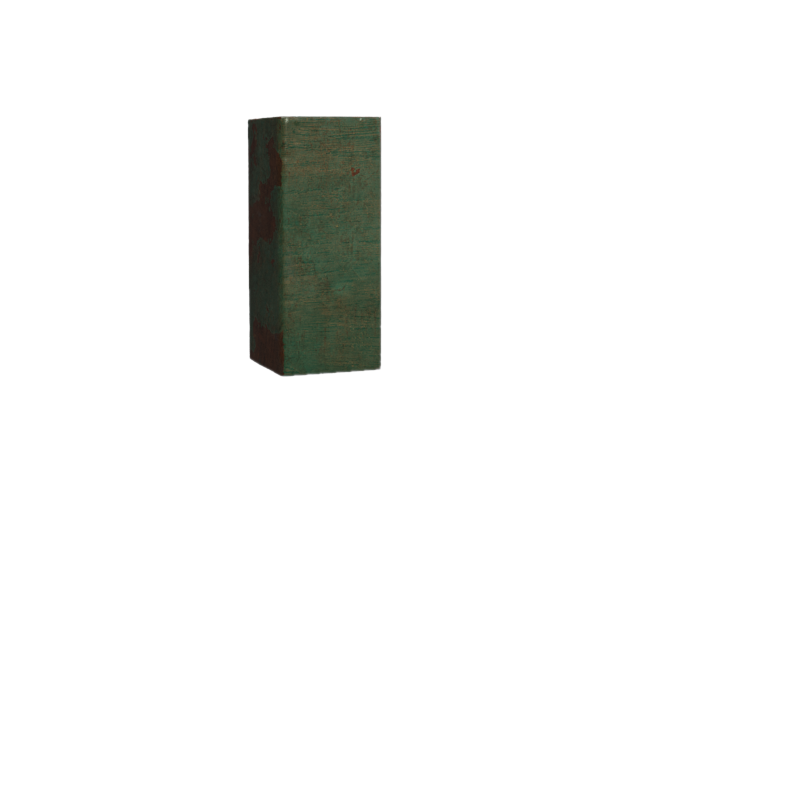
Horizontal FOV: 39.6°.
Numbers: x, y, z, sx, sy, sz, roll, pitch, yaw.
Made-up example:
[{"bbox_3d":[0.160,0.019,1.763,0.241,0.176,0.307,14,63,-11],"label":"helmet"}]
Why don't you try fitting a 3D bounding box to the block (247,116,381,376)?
[{"bbox_3d":[-0.072,-0.132,0.924,0.088,0.204,0.094,-2,6,-23],"label":"block"}]
